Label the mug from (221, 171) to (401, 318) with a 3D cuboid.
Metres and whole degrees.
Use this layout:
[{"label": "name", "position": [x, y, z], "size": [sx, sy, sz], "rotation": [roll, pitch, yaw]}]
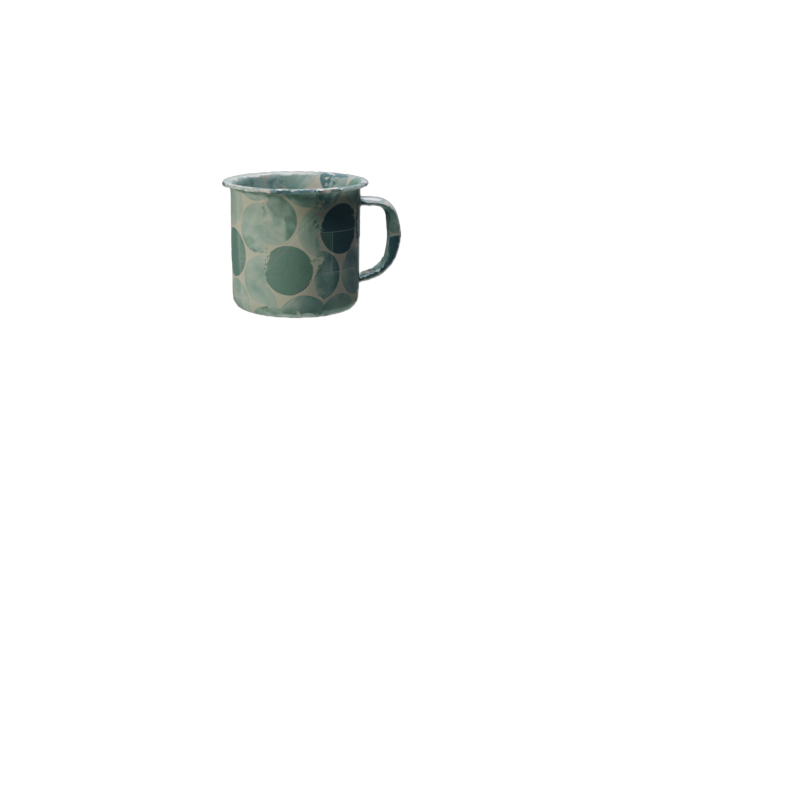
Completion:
[{"label": "mug", "position": [-0.056, -0.102, 0.713], "size": [0.115, 0.079, 0.098], "rotation": [-5, 16, -20]}]
